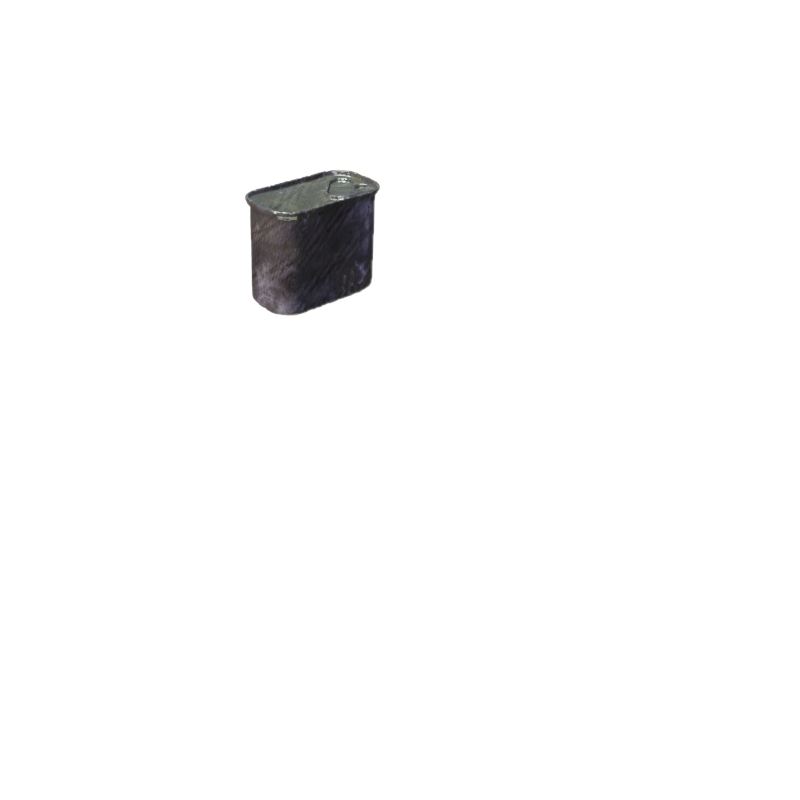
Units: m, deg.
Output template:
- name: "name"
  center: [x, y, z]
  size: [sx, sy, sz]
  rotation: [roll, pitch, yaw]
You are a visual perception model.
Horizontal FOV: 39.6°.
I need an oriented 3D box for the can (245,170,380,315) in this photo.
- name: "can"
  center: [-0.066, -0.120, 0.838]
  size: [0.101, 0.079, 0.061]
  rotation: [-22, 34, -36]
